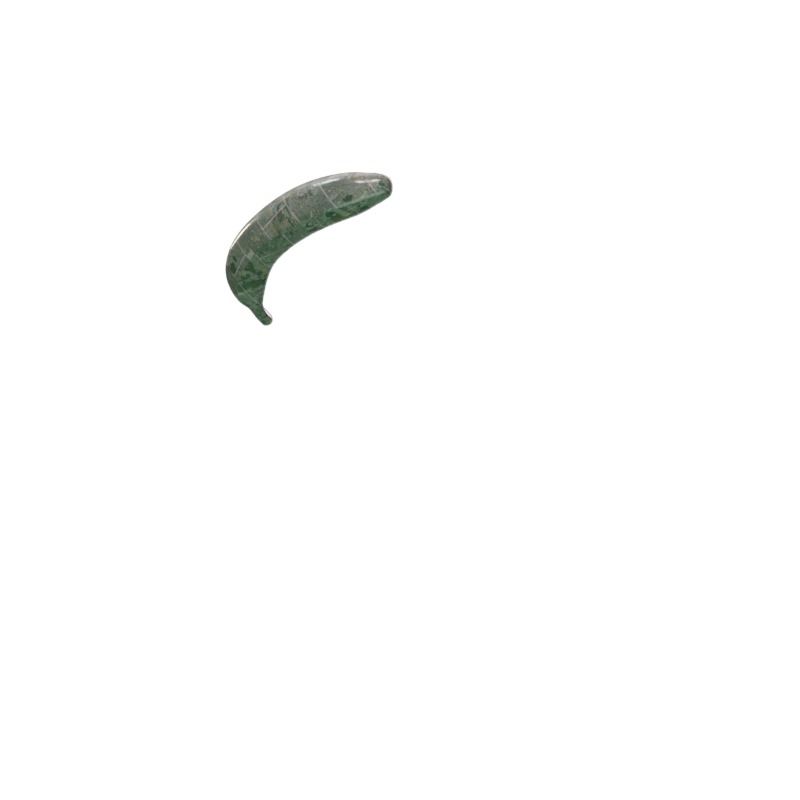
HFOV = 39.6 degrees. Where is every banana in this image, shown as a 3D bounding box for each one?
[{"bbox_3d":[-0.085,-0.126,0.860,0.066,0.039,0.194,20,-38,-28],"label":"banana"}]
